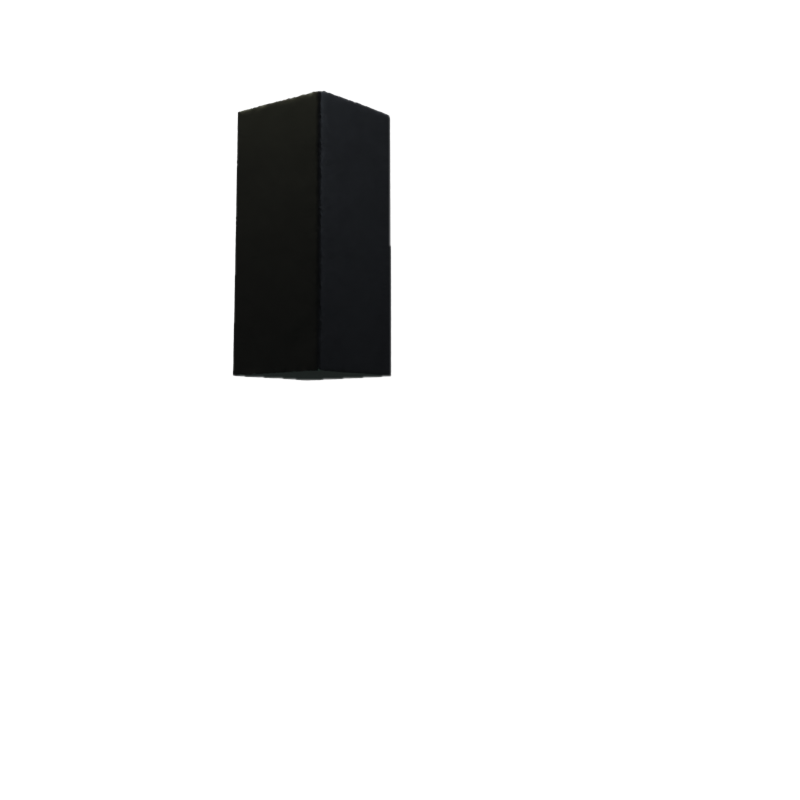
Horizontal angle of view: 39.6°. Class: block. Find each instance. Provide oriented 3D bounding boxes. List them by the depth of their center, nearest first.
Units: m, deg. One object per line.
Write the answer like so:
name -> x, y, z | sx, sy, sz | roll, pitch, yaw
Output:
block -> -0.066, -0.122, 0.855 | 0.093, 0.211, 0.086 | -8, -11, 38
